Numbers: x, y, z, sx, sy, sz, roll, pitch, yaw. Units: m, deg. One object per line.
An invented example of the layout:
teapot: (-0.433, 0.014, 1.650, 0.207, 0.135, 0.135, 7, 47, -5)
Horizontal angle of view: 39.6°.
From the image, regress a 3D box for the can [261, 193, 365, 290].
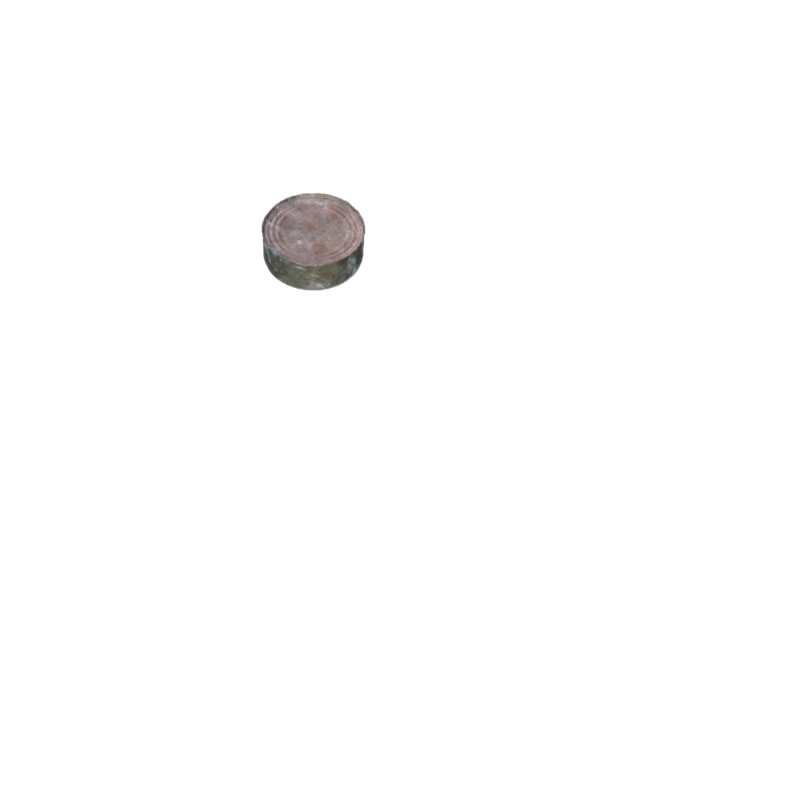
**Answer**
can: (-0.072, -0.132, 0.925, 0.086, 0.092, 0.031, -1, -41, -1)
